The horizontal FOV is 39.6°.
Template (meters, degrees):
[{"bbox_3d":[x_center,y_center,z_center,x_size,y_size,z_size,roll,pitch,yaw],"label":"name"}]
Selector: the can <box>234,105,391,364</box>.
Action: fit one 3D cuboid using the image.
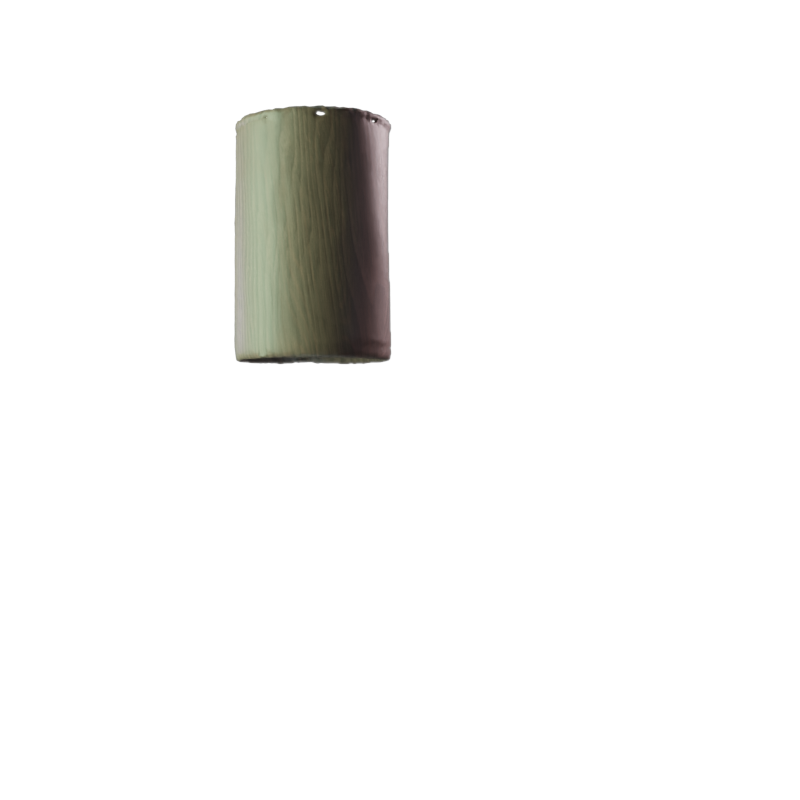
[{"bbox_3d":[-0.037,-0.068,0.475,0.068,0.104,0.067,0,-6,-2],"label":"can"}]
